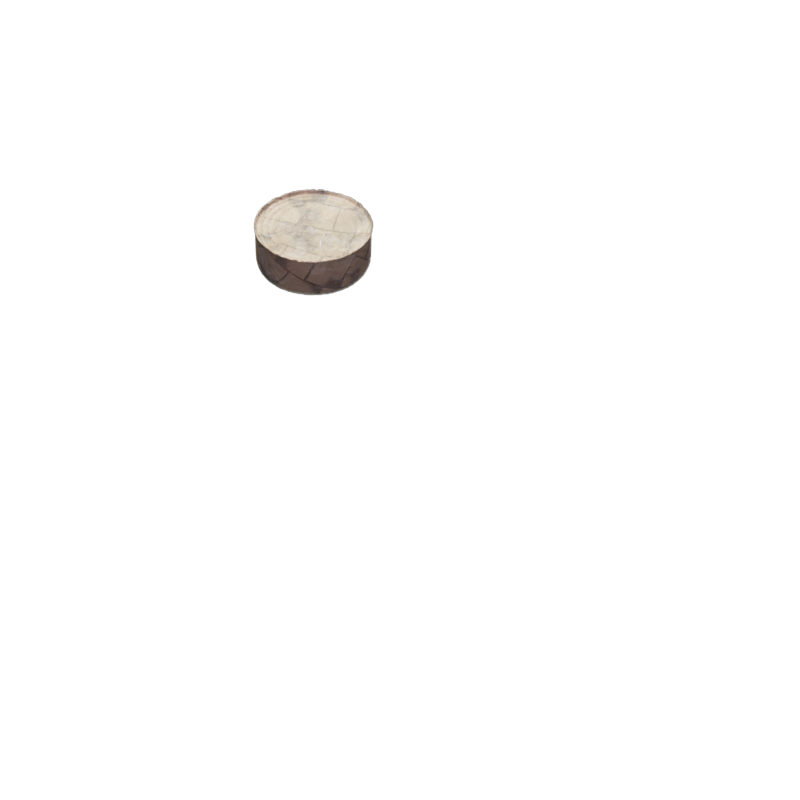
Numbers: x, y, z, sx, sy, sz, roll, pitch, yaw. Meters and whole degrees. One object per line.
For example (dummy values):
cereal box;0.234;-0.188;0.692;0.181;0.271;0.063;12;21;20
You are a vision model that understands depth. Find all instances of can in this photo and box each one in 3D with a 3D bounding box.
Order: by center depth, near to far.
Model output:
can;-0.063;-0.115;0.804;0.086;0.031;0.092;-1;43;-2
